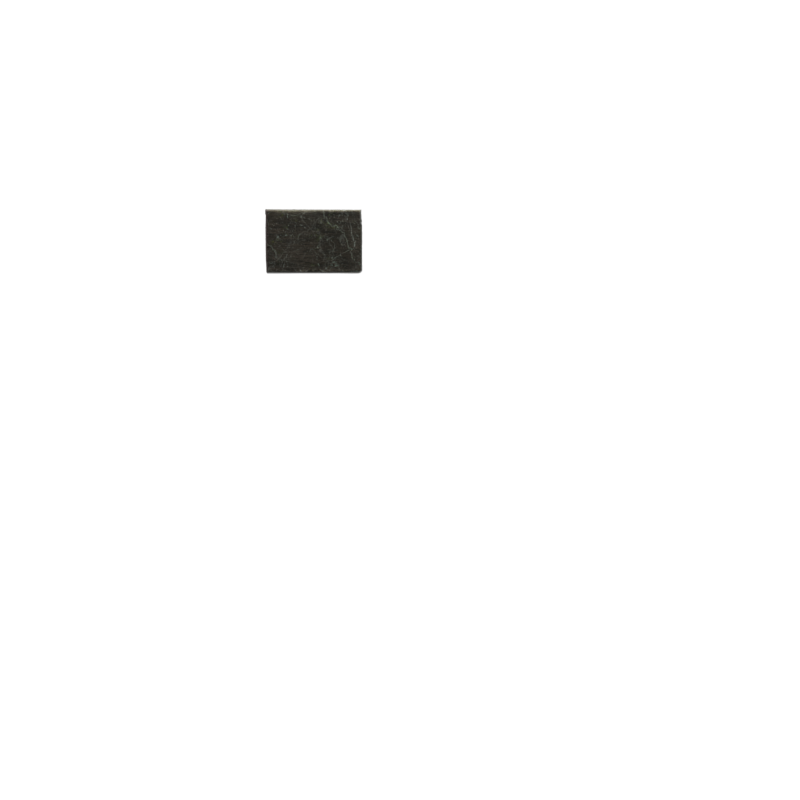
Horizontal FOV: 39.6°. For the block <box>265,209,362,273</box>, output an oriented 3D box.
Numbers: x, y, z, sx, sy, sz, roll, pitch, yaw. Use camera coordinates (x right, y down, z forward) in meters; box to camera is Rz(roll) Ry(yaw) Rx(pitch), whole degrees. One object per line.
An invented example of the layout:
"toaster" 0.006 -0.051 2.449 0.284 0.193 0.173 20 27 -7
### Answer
"block" -0.070 -0.127 0.893 0.077 0.051 0.053 0 2 -4
